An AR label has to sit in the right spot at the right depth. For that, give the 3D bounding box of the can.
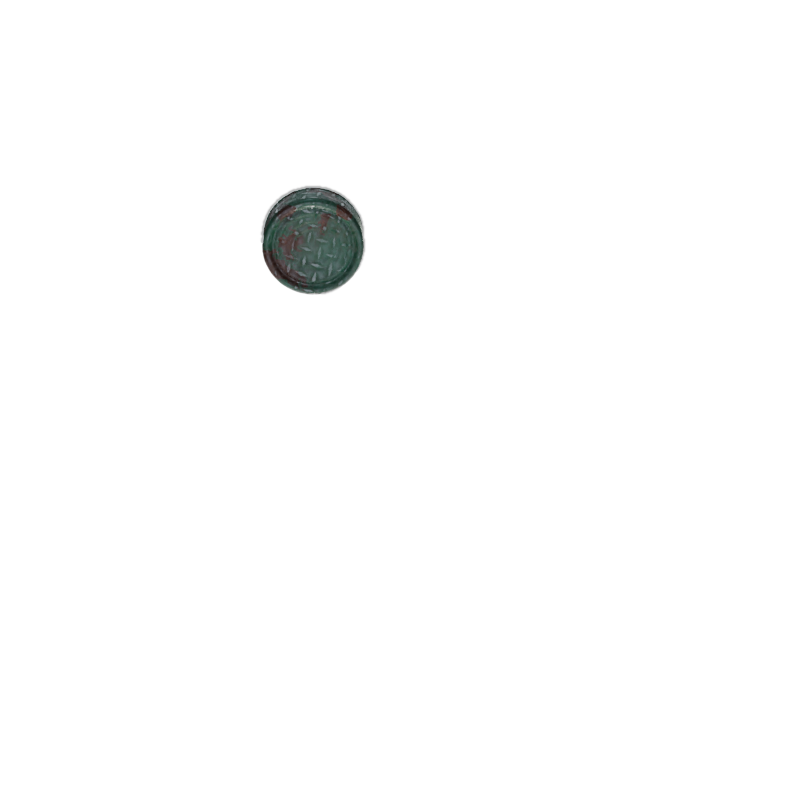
[{"bbox_3d":[-0.072,-0.132,0.926,0.086,0.082,0.035,0,22,-1],"label":"can"}]
